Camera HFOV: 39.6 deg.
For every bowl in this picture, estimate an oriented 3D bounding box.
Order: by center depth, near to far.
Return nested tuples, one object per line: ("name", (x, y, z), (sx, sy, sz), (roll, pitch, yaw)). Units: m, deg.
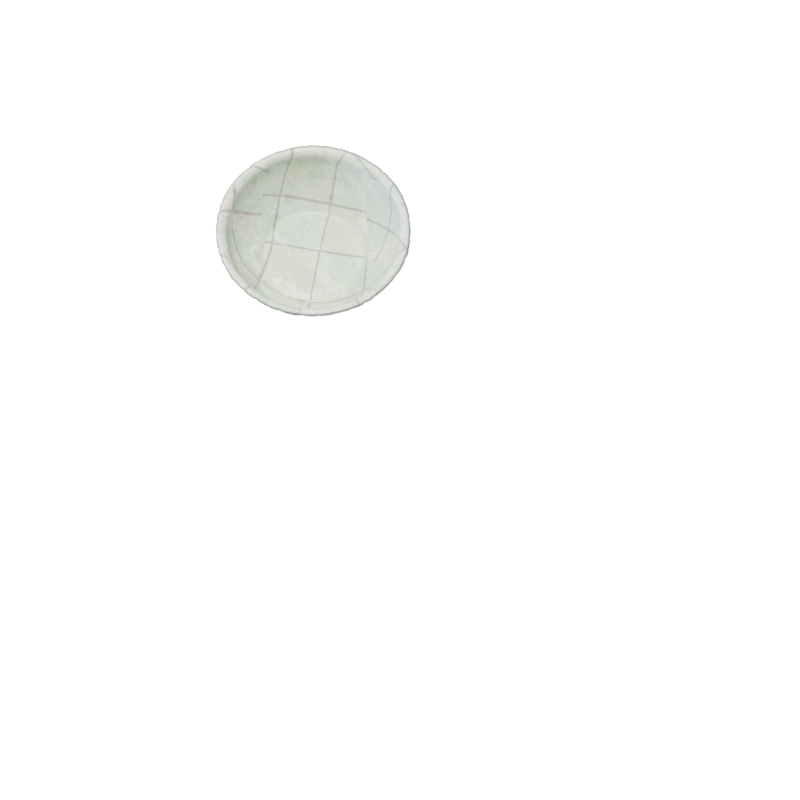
("bowl", (-0.073, -0.134, 0.938), (0.162, 0.172, 0.052), (-1, -26, -1))
